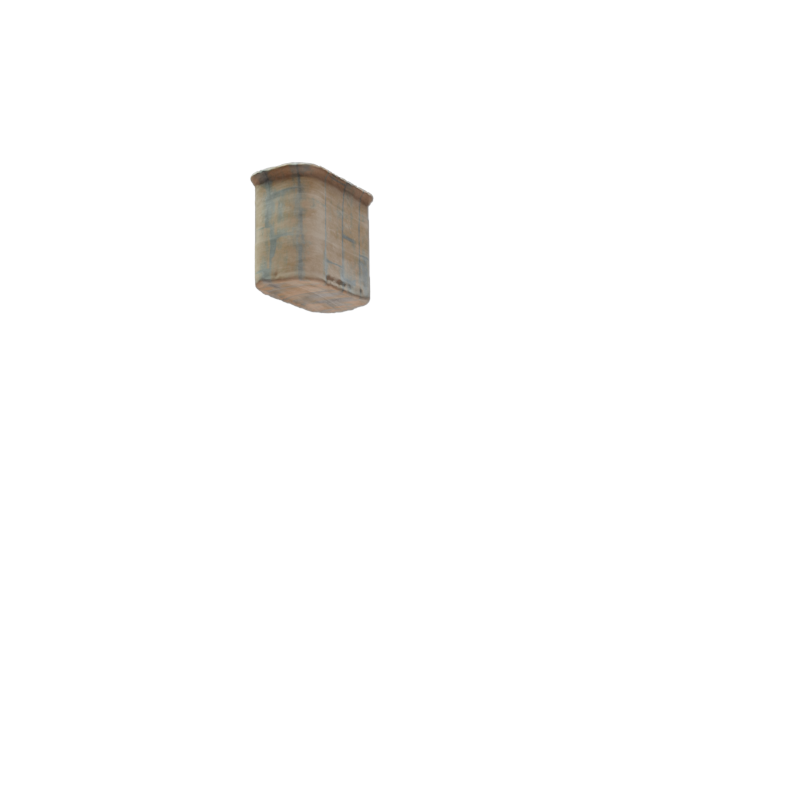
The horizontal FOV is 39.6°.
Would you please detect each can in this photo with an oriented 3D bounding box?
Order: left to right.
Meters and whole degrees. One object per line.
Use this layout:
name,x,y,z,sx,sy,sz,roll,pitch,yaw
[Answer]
can,-0.062,-0.114,0.795,0.059,0.087,0.096,-10,-16,30
